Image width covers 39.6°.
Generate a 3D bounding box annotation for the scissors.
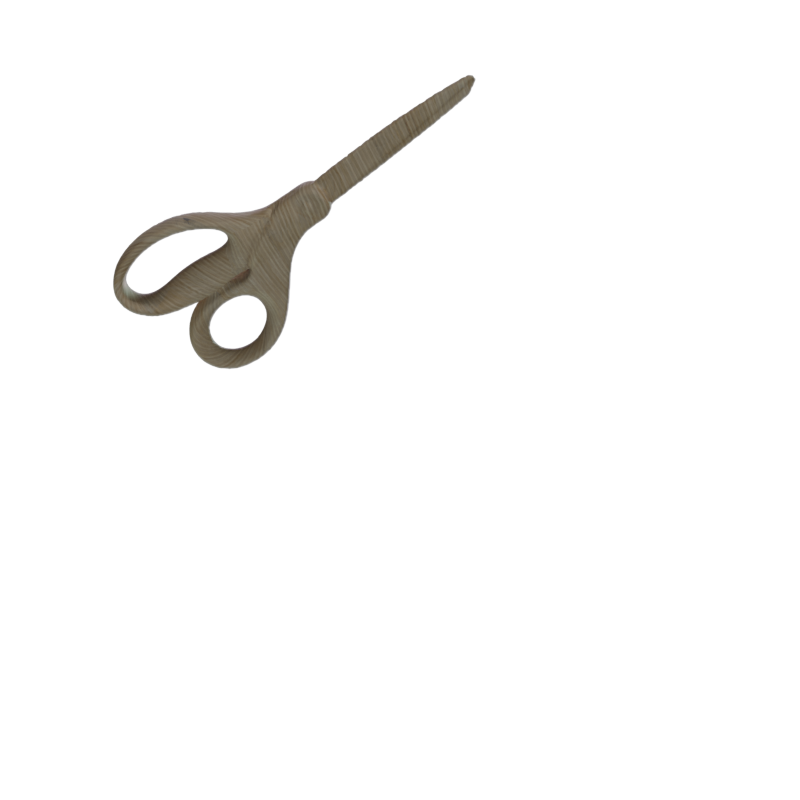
[{"bbox_3d":[-0.042,-0.077,0.537,0.202,0.090,0.017,-20,28,11],"label":"scissors"}]
